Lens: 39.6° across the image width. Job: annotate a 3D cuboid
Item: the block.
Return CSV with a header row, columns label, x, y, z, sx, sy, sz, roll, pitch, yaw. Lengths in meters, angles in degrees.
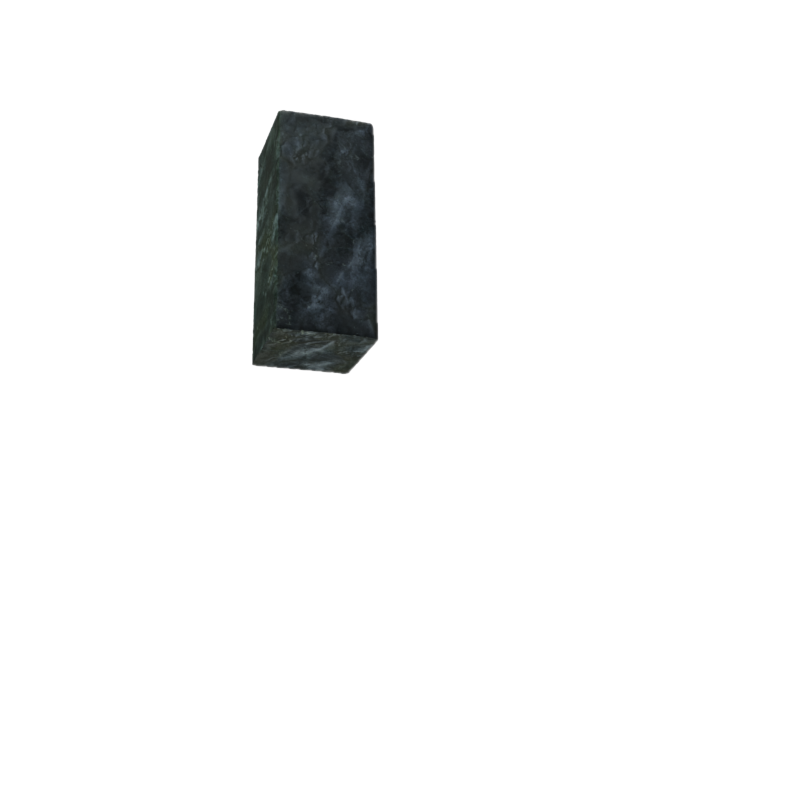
label,x,y,z,sx,sy,sz,roll,pitch,yaw
block,-0.075,-0.139,0.970,0.088,0.218,0.088,6,-25,-17
